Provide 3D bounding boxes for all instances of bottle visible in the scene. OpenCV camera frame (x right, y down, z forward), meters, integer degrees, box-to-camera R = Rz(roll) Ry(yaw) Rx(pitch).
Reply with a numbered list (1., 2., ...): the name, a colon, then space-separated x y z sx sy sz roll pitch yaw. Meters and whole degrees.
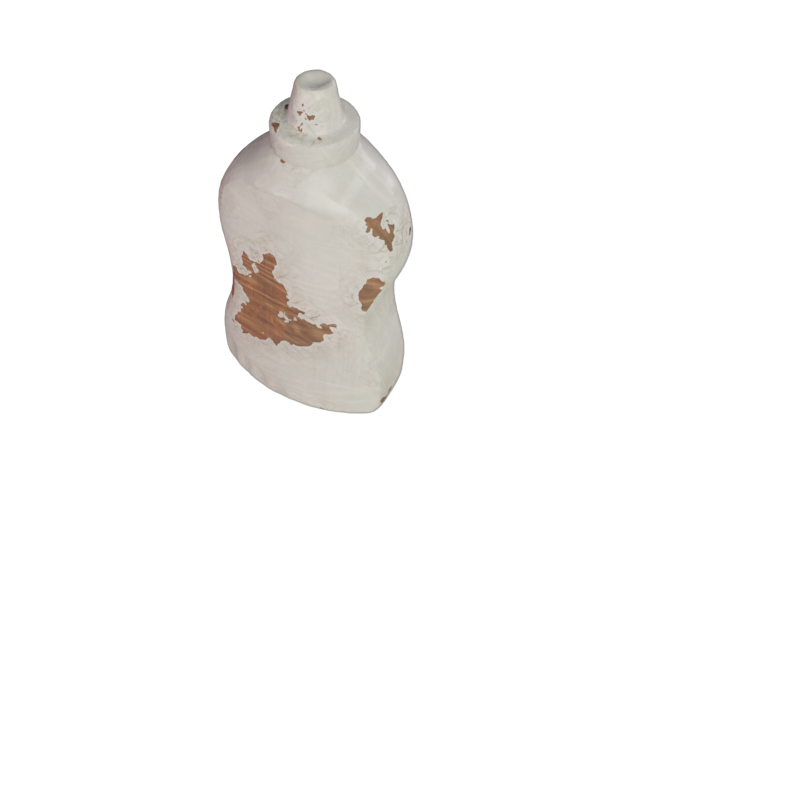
1. bottle: -0.042 -0.078 0.541 0.100 0.179 0.060 25 52 18
